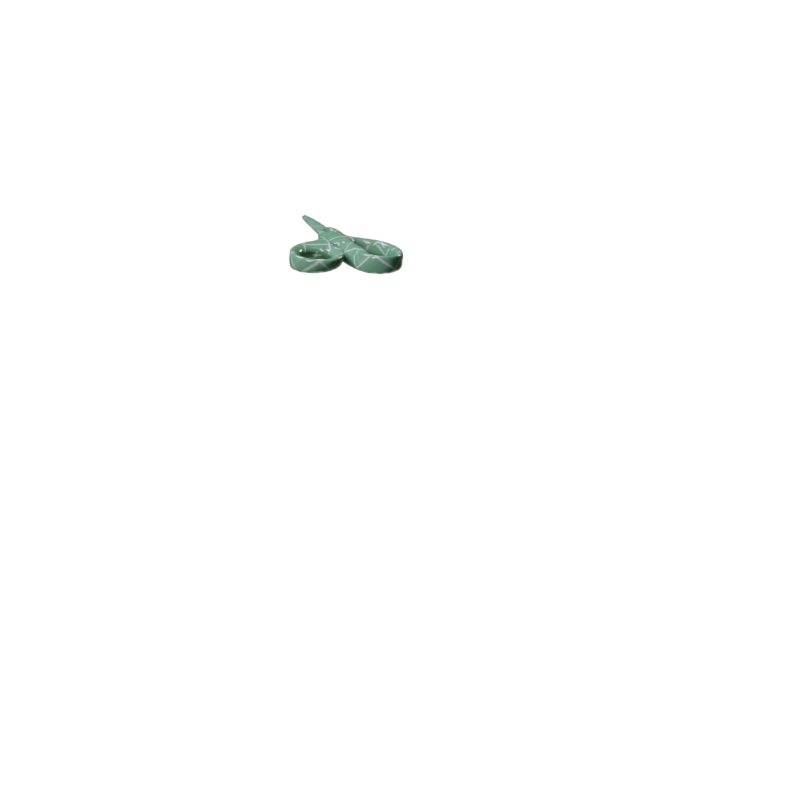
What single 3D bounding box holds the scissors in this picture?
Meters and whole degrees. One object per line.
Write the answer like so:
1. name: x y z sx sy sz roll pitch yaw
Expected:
1. scissors: -0.072 -0.131 0.919 0.094 0.015 0.214 -11 22 -28
